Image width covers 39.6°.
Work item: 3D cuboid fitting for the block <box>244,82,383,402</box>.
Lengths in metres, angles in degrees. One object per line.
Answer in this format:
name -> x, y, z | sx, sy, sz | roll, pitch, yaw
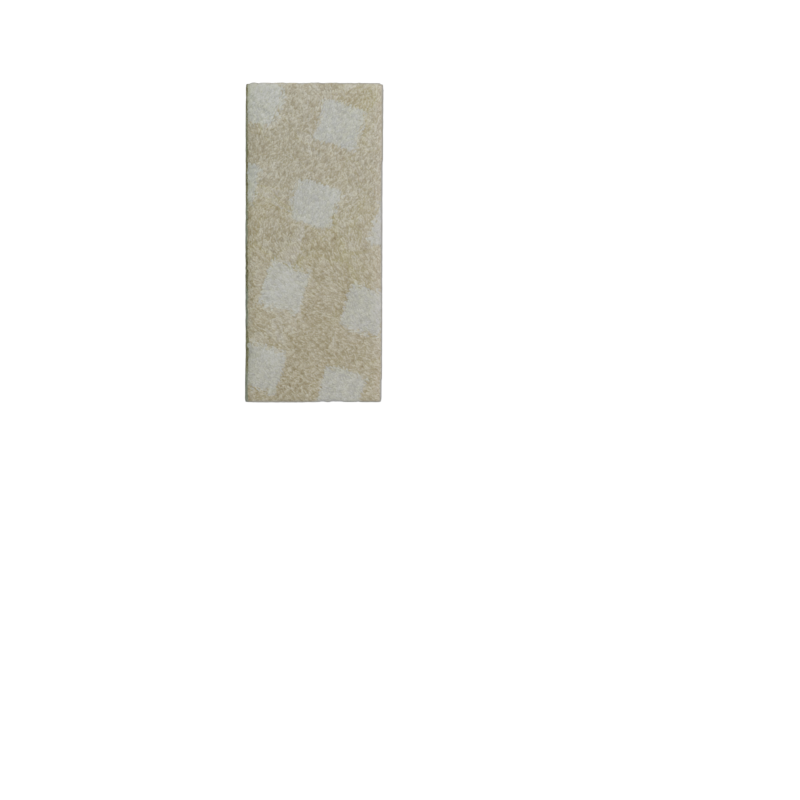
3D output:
block -> -0.058, -0.108, 0.754 | 0.090, 0.206, 0.091 | 0, 2, -3
